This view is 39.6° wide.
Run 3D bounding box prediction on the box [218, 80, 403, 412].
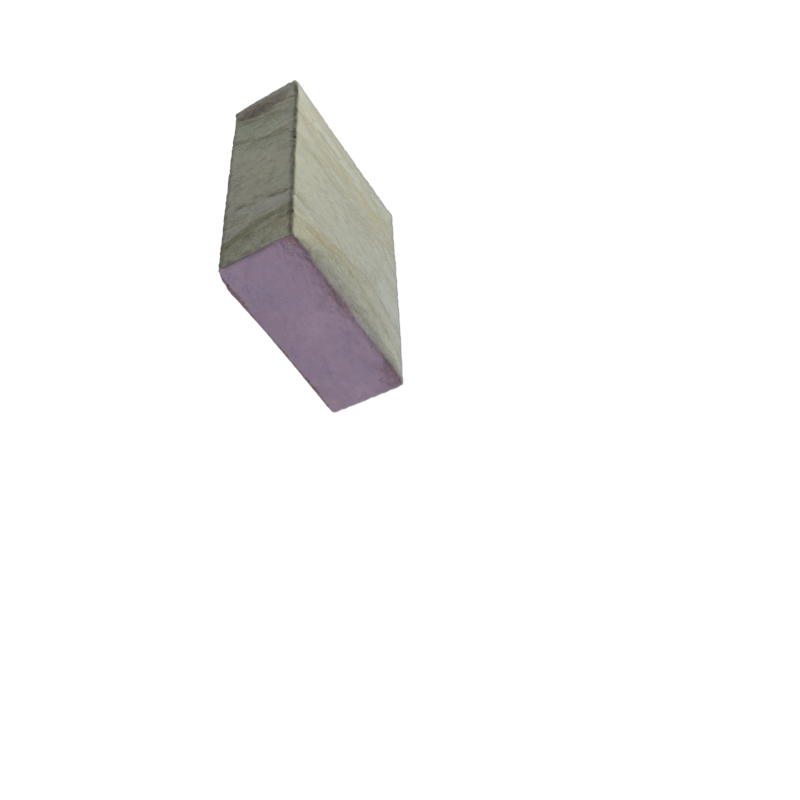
[{"bbox_3d":[-0.068,-0.124,0.870,0.072,0.229,0.152,-25,-52,18],"label":"box"}]
